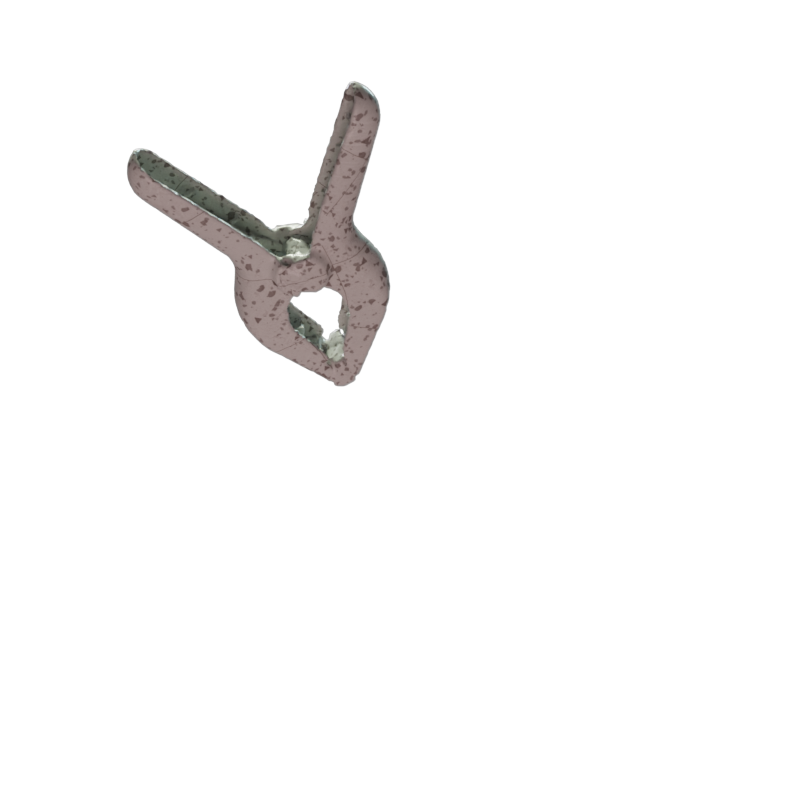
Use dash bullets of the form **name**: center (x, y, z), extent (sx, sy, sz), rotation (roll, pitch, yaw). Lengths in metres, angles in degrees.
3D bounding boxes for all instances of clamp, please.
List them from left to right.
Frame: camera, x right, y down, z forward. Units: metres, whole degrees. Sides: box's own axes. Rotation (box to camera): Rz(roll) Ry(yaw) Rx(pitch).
- **clamp**: center (-0.043, -0.078, 0.548), extent (0.121, 0.042, 0.158), rotation (-18, -48, 17)
